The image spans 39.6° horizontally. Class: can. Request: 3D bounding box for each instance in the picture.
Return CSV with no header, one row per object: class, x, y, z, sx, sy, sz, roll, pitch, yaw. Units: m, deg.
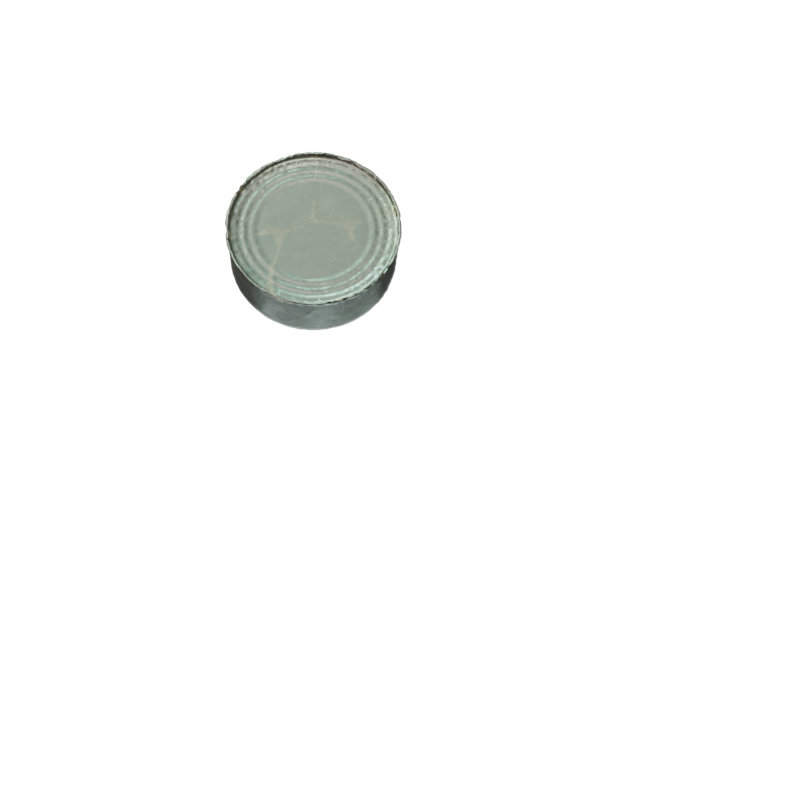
can,-0.043,-0.079,0.551,0.086,0.091,0.032,-1,-27,-1
